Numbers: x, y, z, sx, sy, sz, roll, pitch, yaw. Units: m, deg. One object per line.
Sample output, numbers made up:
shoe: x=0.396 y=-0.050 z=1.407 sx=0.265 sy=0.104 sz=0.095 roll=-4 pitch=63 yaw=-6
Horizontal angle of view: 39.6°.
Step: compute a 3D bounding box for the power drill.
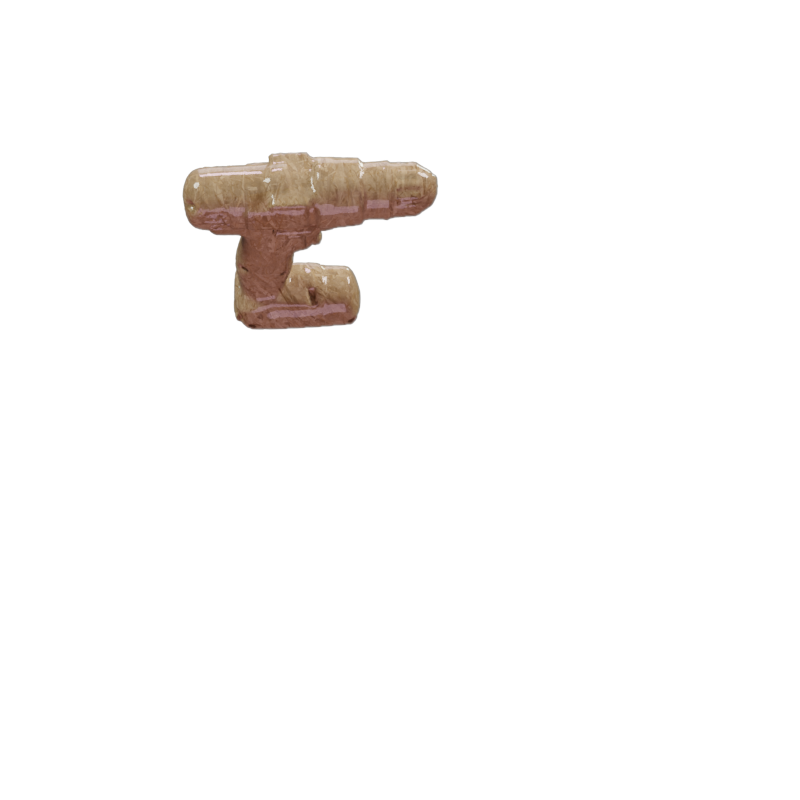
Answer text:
power drill: x=-0.068 y=-0.123 z=0.862 sx=0.184 sy=0.061 sz=0.176 roll=0 pitch=-28 yaw=0
